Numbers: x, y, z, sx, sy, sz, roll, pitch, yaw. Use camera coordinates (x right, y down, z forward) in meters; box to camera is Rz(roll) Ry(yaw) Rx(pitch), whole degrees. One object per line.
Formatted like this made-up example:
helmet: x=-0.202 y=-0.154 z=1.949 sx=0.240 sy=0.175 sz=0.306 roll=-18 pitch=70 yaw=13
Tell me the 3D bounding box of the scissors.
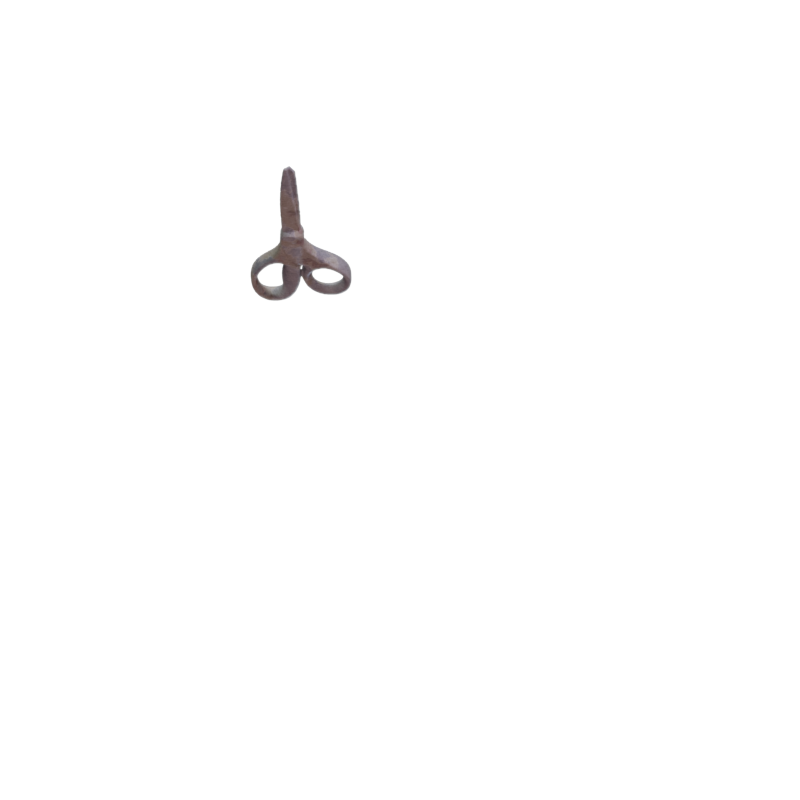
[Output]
scissors: x=-0.071 y=-0.130 z=0.910 sx=0.094 sy=0.017 sz=0.195 roll=7 pitch=-24 yaw=-16
